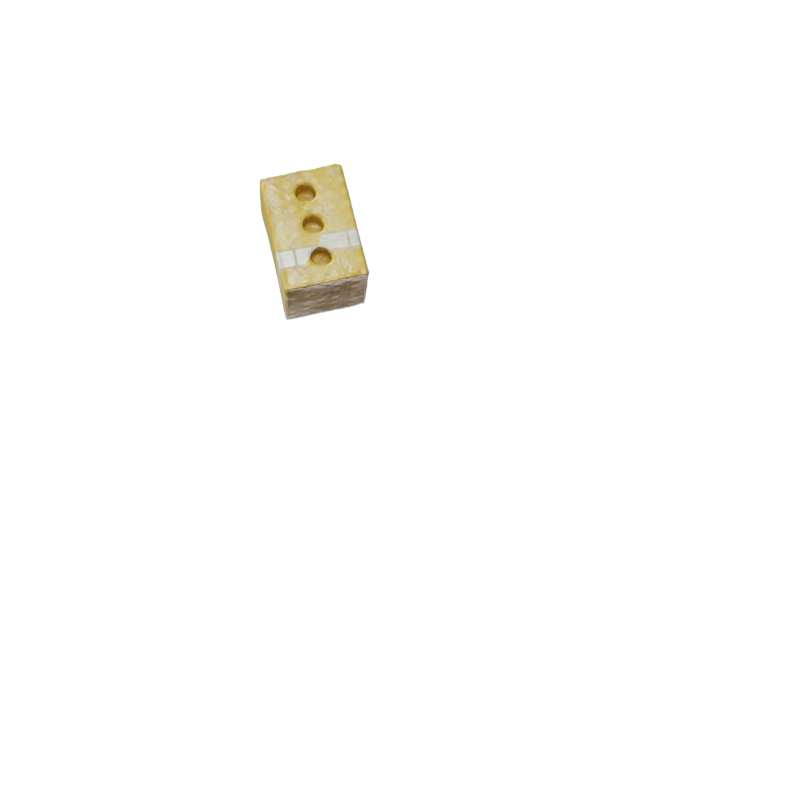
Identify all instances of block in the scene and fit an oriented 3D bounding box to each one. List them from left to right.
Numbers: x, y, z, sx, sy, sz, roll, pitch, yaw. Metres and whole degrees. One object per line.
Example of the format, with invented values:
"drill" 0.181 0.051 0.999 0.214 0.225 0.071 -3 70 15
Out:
"block" -0.053 -0.097 0.682 0.052 0.083 0.049 -12 -22 -7
